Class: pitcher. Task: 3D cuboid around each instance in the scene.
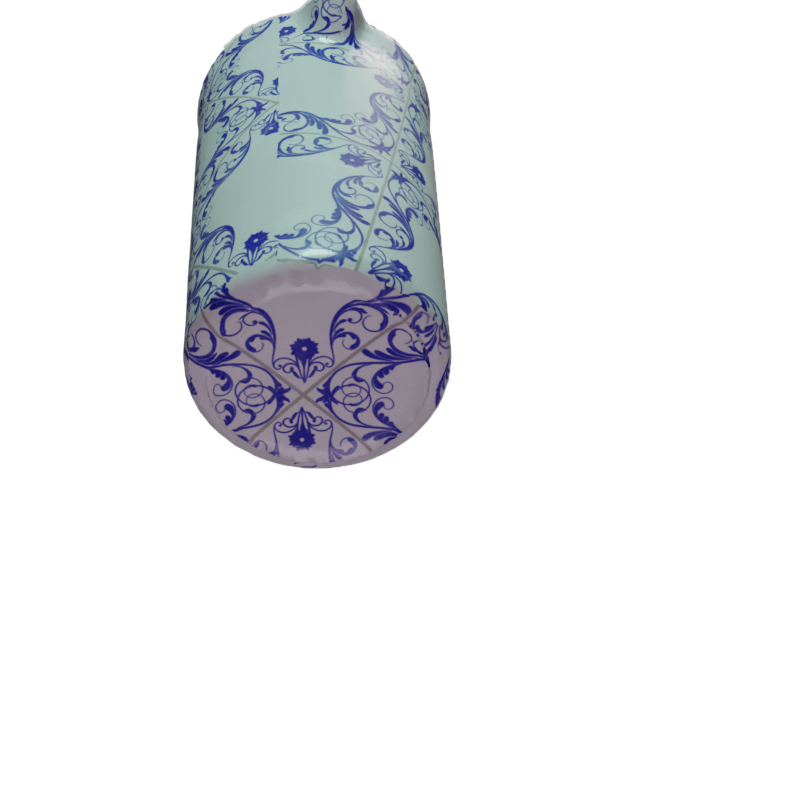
[{"bbox_3d":[-0.043,-0.078,0.544,0.145,0.139,0.260,-29,33,17],"label":"pitcher"}]
